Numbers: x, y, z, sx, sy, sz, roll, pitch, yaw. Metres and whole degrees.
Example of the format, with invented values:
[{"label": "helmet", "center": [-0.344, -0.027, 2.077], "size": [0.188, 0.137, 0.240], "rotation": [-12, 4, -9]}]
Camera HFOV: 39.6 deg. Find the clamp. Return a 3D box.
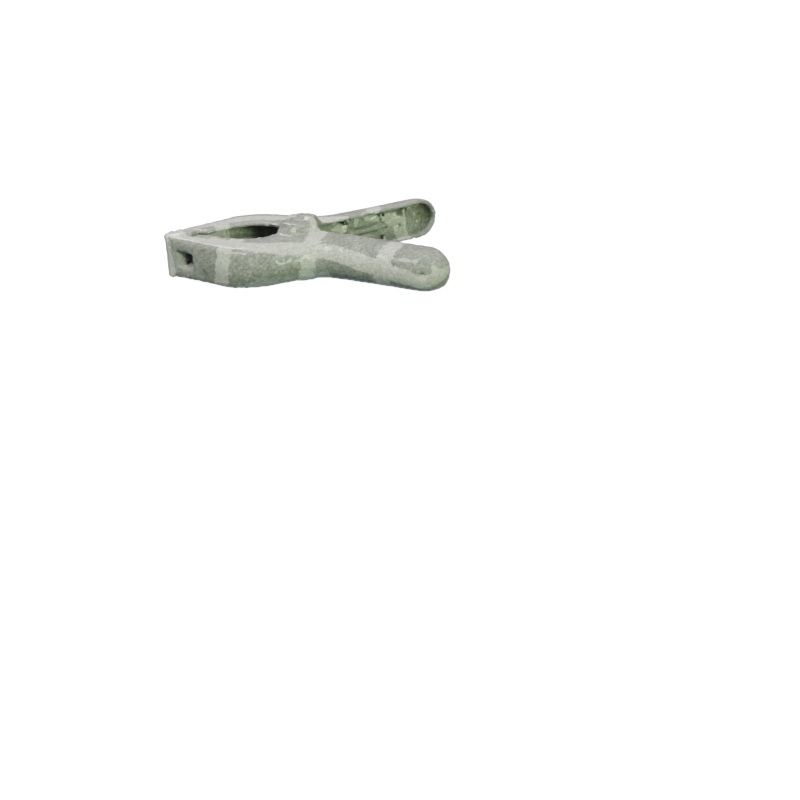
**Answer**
[{"label": "clamp", "center": [-0.053, -0.096, 0.673], "size": [0.174, 0.038, 0.123], "rotation": [3, 20, 8]}]
